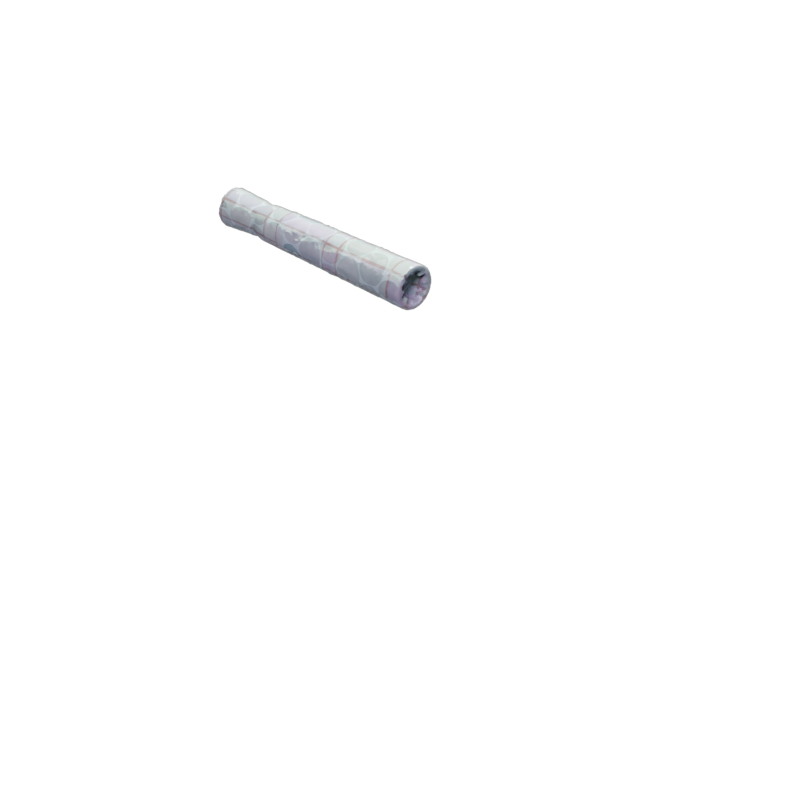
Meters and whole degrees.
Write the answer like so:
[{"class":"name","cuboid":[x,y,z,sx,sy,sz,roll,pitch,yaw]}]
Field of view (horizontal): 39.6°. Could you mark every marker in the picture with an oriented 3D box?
[{"class":"marker","cuboid":[-0.037,-0.067,0.467,0.019,0.019,0.129,-3,24,-44]}]
